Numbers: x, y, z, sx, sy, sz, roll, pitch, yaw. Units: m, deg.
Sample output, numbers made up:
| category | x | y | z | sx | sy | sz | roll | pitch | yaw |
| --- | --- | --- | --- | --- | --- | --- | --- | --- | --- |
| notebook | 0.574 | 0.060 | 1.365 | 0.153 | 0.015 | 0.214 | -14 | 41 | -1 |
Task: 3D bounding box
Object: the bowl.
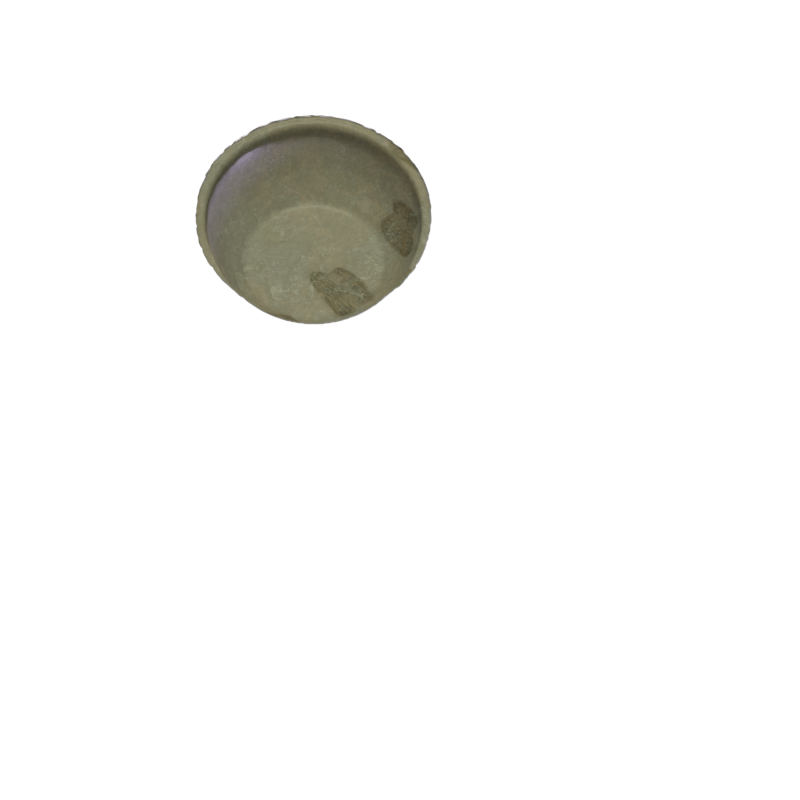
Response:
| category | x | y | z | sx | sy | sz | roll | pitch | yaw |
| --- | --- | --- | --- | --- | --- | --- | --- | --- | --- |
| bowl | -0.058 | -0.105 | 0.736 | 0.162 | 0.152 | 0.059 | 1 | 36 | -1 |
